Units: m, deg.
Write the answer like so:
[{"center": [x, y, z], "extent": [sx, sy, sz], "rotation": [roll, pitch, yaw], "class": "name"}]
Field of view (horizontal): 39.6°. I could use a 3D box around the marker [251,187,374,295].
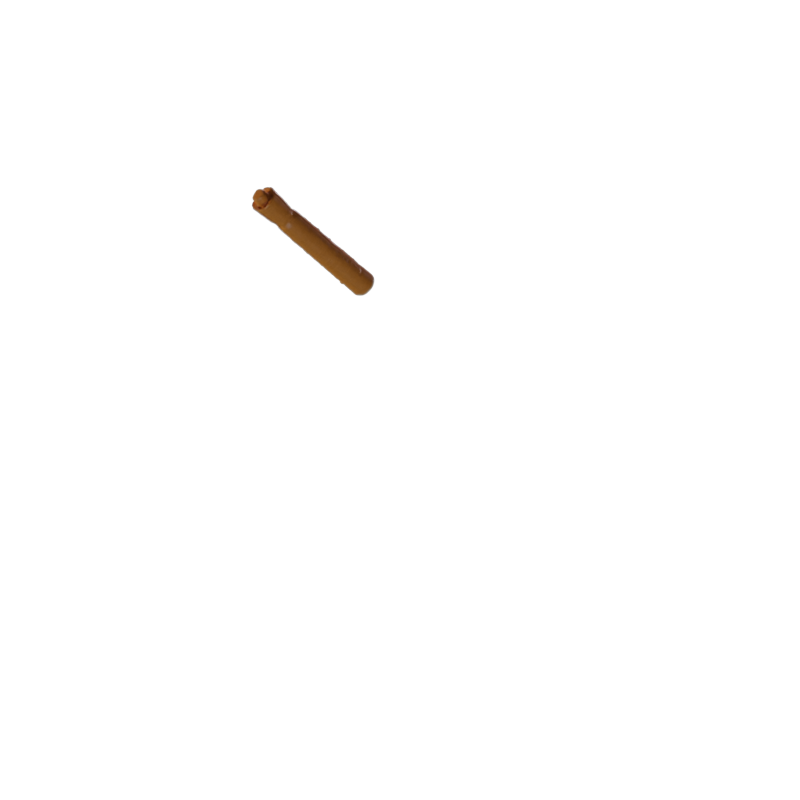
[{"center": [-0.059, -0.109, 0.760], "extent": [0.021, 0.020, 0.112], "rotation": [3, -25, 44], "class": "marker"}]
